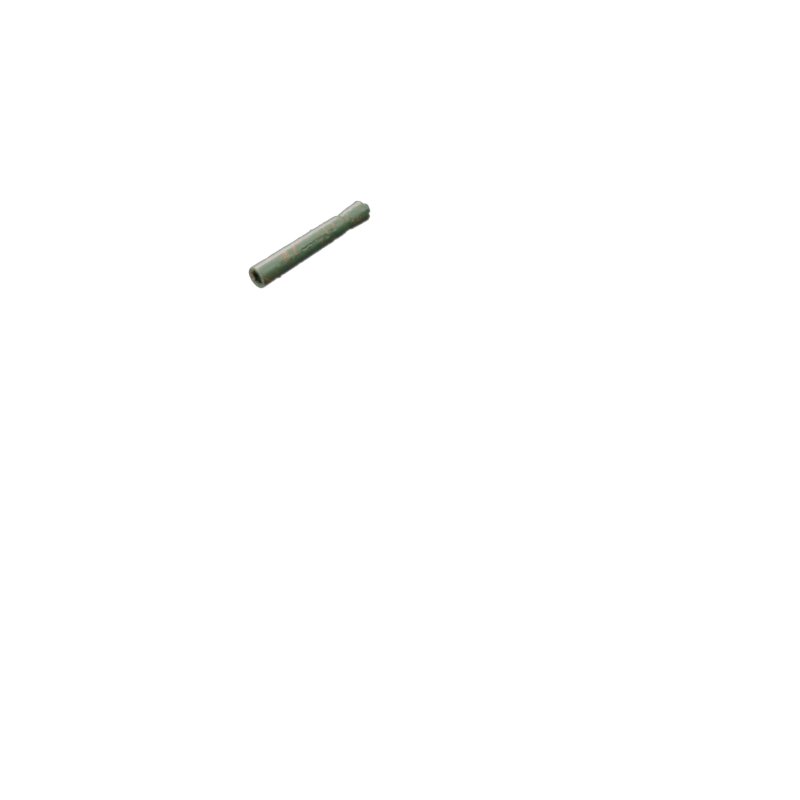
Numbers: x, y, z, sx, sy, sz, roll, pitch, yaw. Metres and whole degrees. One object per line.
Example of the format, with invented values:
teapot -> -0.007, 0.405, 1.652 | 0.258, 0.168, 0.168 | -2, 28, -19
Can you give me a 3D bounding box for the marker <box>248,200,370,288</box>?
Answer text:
marker -> -0.069, -0.126, 0.880 | 0.122, 0.019, 0.021 | -38, 25, -30
